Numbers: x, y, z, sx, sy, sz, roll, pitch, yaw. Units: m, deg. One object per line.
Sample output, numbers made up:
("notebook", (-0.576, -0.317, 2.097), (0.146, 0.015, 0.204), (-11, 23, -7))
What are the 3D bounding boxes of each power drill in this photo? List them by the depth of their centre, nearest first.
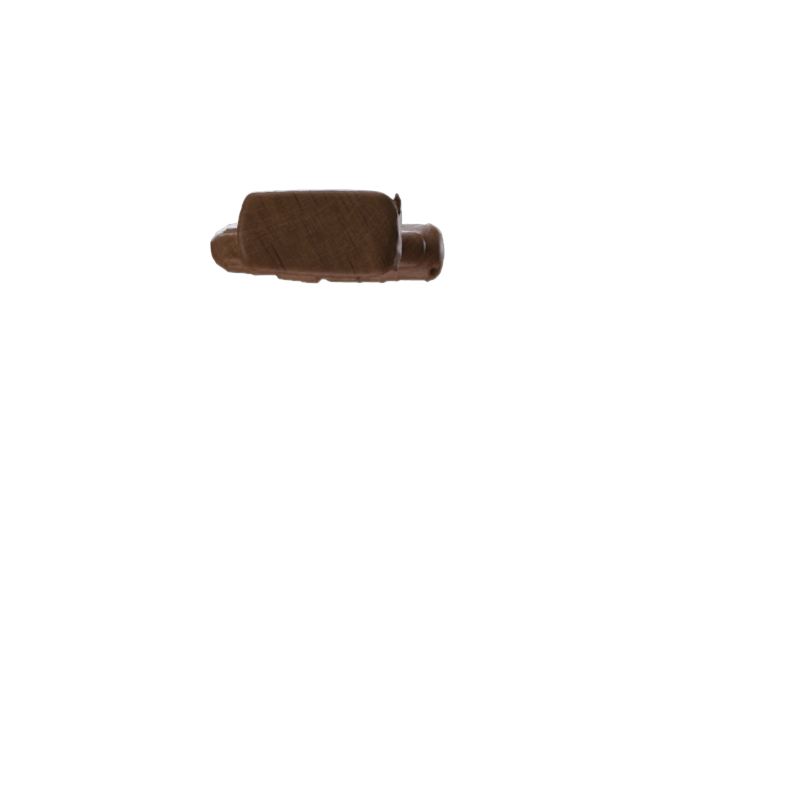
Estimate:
("power drill", (-0.063, -0.114, 0.801), (0.186, 0.057, 0.186), (0, 4, 6))
